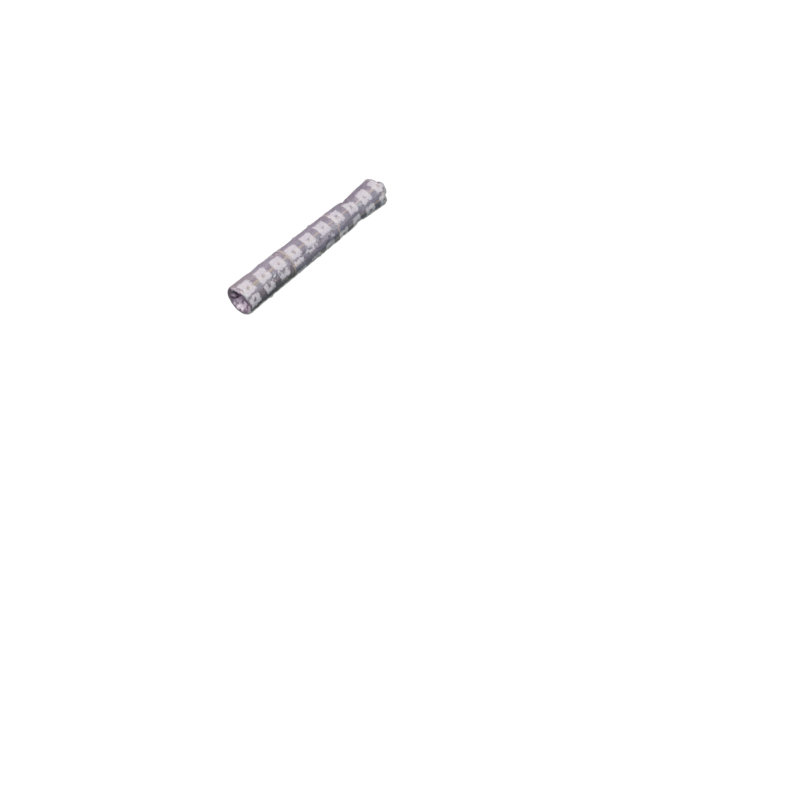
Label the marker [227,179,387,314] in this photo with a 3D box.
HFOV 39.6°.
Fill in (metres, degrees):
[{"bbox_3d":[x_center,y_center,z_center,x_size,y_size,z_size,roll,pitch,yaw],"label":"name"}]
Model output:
[{"bbox_3d":[-0.050,-0.091,0.636,0.021,0.019,0.123,4,40,50],"label":"marker"}]
